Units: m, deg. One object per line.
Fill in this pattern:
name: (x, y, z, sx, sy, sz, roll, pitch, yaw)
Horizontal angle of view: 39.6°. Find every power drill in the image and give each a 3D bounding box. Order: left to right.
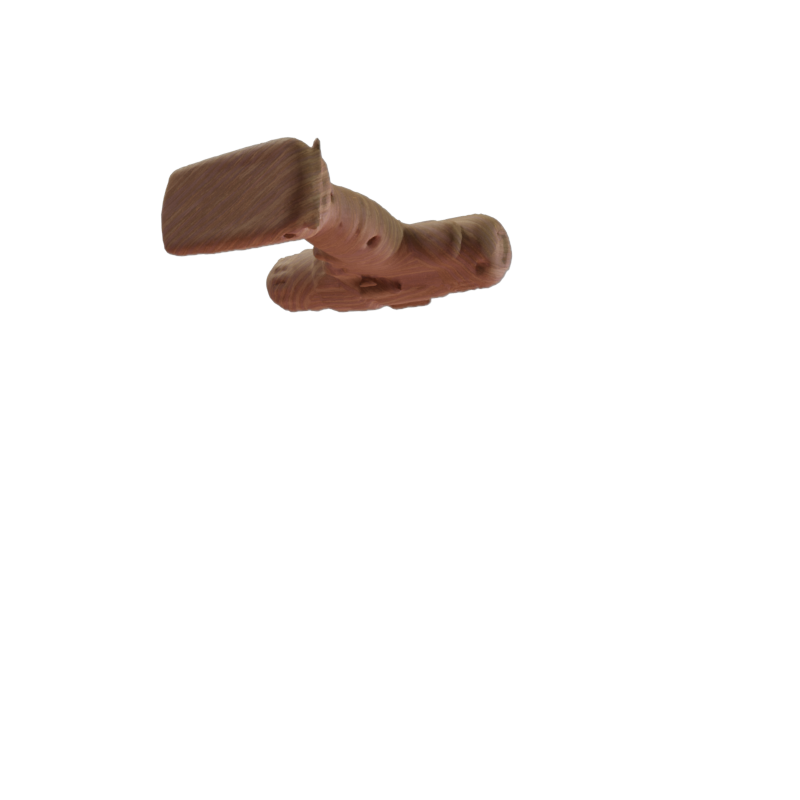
power drill: (-0.053, -0.096, 0.672, 0.189, 0.059, 0.177, -7, -12, 36)
